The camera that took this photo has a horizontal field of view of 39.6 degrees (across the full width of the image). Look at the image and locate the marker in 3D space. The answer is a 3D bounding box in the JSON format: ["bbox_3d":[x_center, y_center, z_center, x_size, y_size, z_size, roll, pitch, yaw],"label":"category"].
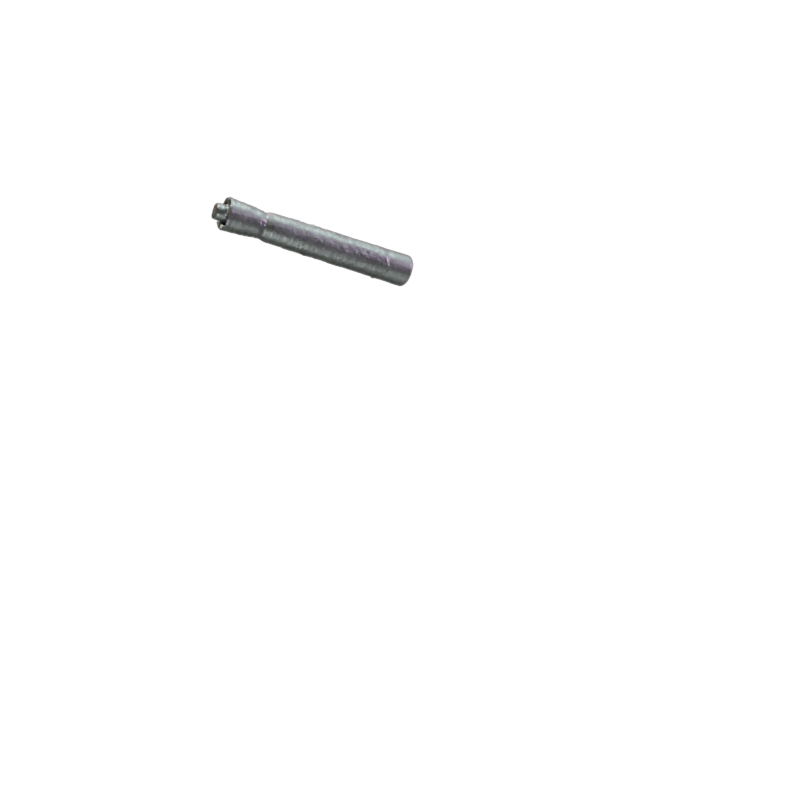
[{"bbox_3d":[-0.048,-0.088,0.618,0.116,0.020,0.020,15,-3,-24],"label":"marker"}]
